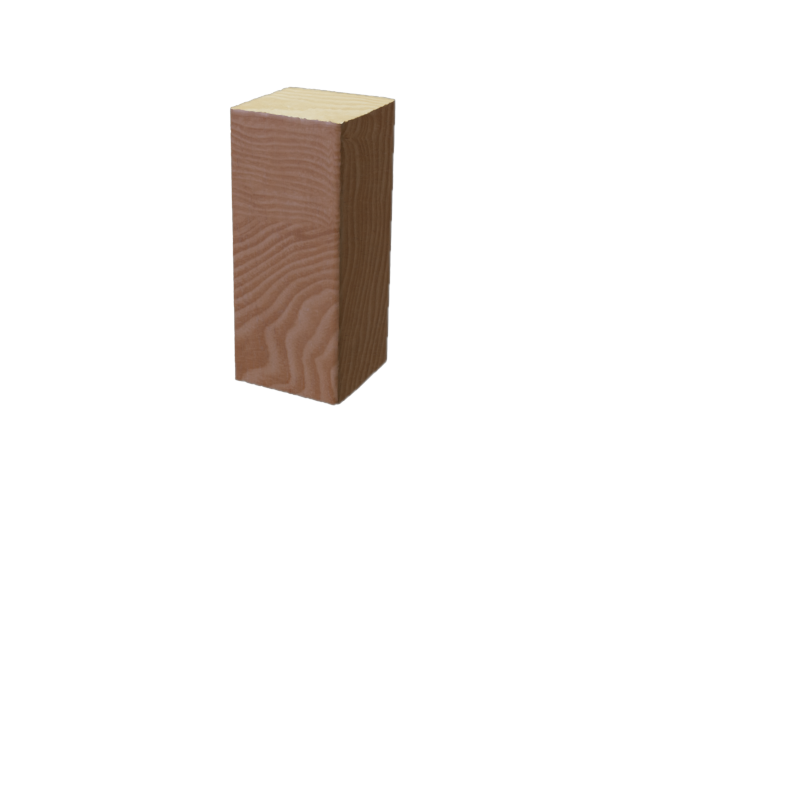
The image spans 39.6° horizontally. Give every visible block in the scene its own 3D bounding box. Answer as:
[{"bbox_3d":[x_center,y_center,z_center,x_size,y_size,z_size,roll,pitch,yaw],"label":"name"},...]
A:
[{"bbox_3d":[-0.063,-0.116,0.809,0.094,0.197,0.091,11,23,24],"label":"block"}]
